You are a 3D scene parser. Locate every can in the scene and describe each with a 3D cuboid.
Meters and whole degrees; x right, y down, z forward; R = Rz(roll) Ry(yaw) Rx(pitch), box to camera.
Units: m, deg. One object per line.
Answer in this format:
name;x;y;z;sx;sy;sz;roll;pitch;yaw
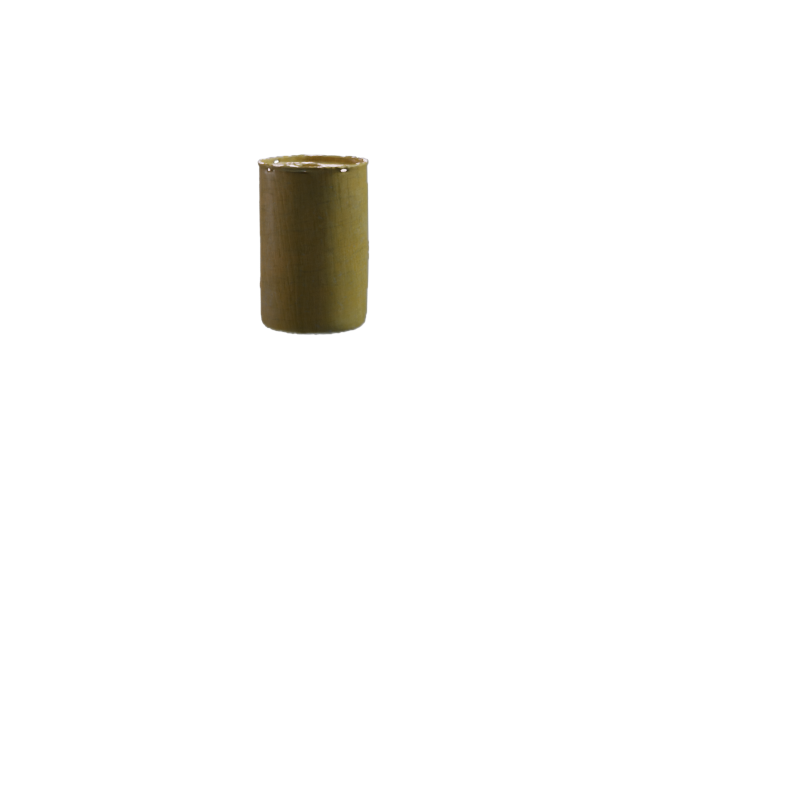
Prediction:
can;-0.054;-0.098;0.685;0.068;0.099;0.071;0;13;-2
